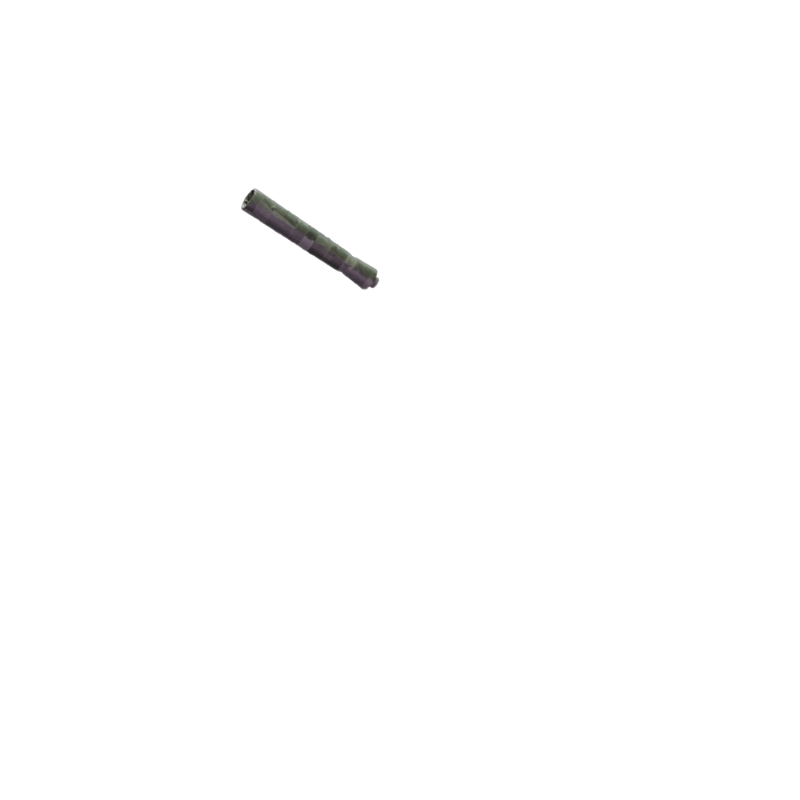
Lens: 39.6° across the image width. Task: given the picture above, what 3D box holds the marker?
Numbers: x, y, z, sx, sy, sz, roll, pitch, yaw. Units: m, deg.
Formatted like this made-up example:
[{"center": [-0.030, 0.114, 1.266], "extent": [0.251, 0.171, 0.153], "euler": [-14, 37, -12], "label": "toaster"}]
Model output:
[{"center": [-0.065, -0.118, 0.830], "extent": [0.116, 0.020, 0.020], "euler": [32, -9, -19], "label": "marker"}]
